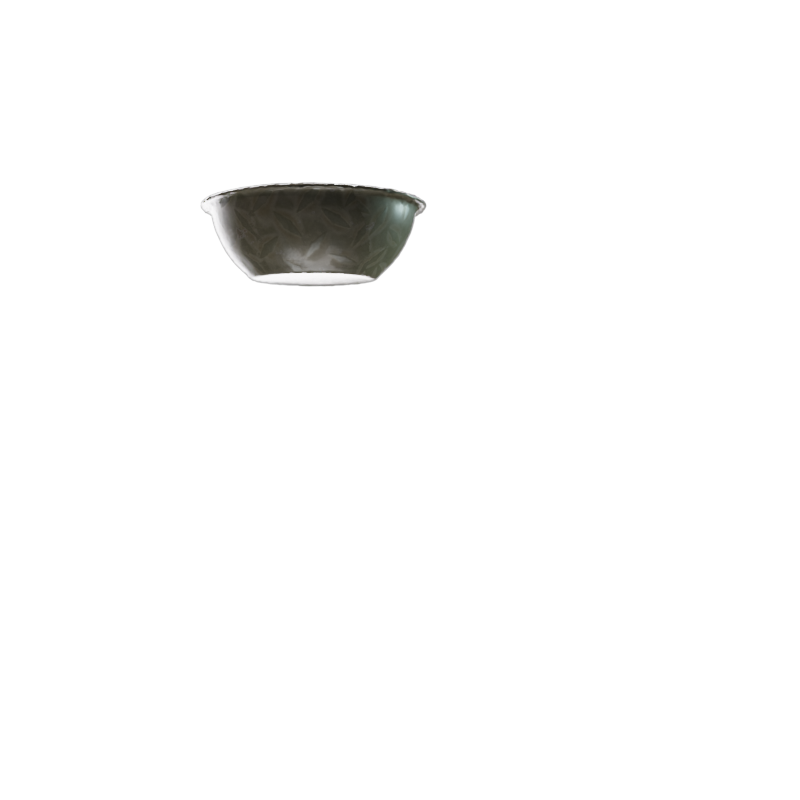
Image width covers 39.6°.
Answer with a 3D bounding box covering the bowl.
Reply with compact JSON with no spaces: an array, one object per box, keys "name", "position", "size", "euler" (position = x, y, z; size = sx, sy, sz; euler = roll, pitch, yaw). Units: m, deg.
[{"name":"bowl","position":[-0.062,-0.113,0.792],"size":[0.162,0.056,0.161],"euler":[0,-1,-2]}]
